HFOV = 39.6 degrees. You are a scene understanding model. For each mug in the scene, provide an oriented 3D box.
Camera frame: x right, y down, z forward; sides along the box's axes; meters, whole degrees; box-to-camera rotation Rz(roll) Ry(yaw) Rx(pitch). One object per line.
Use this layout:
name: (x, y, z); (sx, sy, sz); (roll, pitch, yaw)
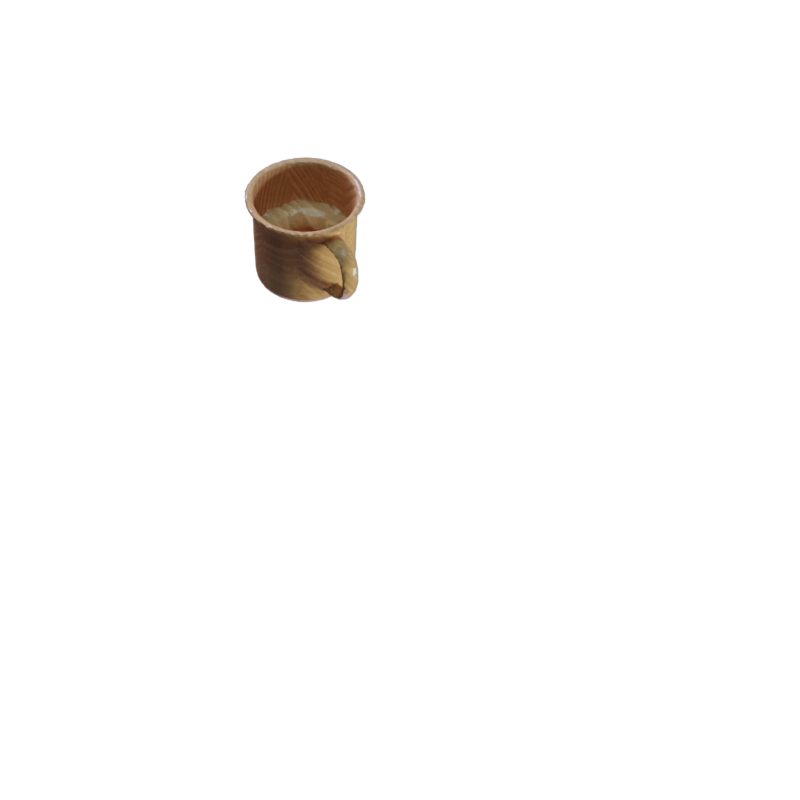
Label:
mug: (-0.068, -0.125, 0.873); (0.093, 0.076, 0.126); (-26, 53, -24)
